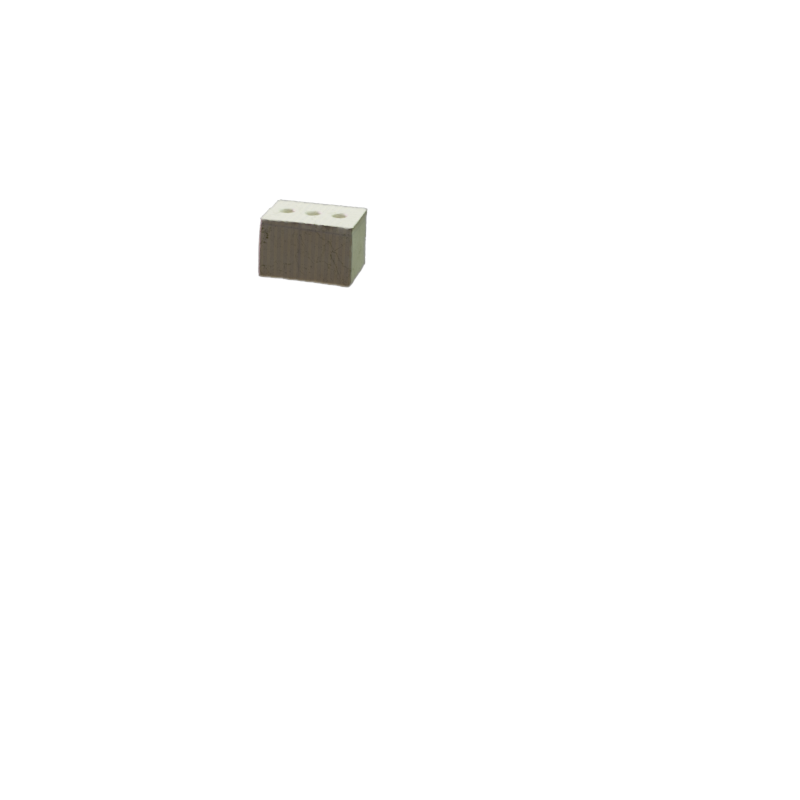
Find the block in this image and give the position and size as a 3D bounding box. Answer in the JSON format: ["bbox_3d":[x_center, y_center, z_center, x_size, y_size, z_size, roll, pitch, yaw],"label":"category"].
[{"bbox_3d":[-0.070,-0.127,0.893,0.080,0.049,0.054,7,26,13],"label":"block"}]
